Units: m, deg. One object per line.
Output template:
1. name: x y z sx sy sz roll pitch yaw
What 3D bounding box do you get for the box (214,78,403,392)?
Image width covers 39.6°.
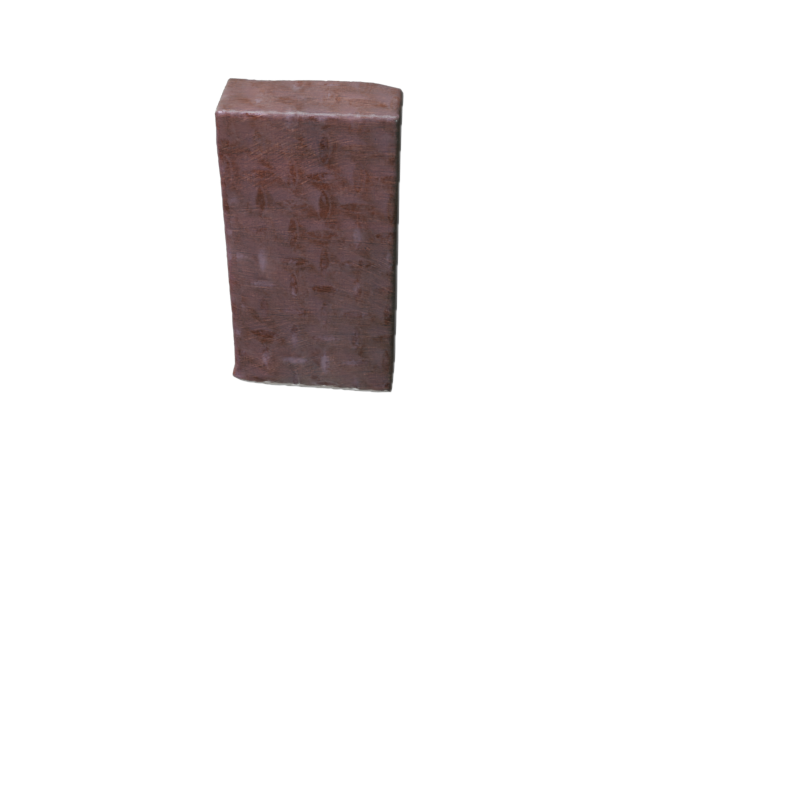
1. box: -0.047 -0.086 0.598 0.094 0.165 0.051 5 35 4
